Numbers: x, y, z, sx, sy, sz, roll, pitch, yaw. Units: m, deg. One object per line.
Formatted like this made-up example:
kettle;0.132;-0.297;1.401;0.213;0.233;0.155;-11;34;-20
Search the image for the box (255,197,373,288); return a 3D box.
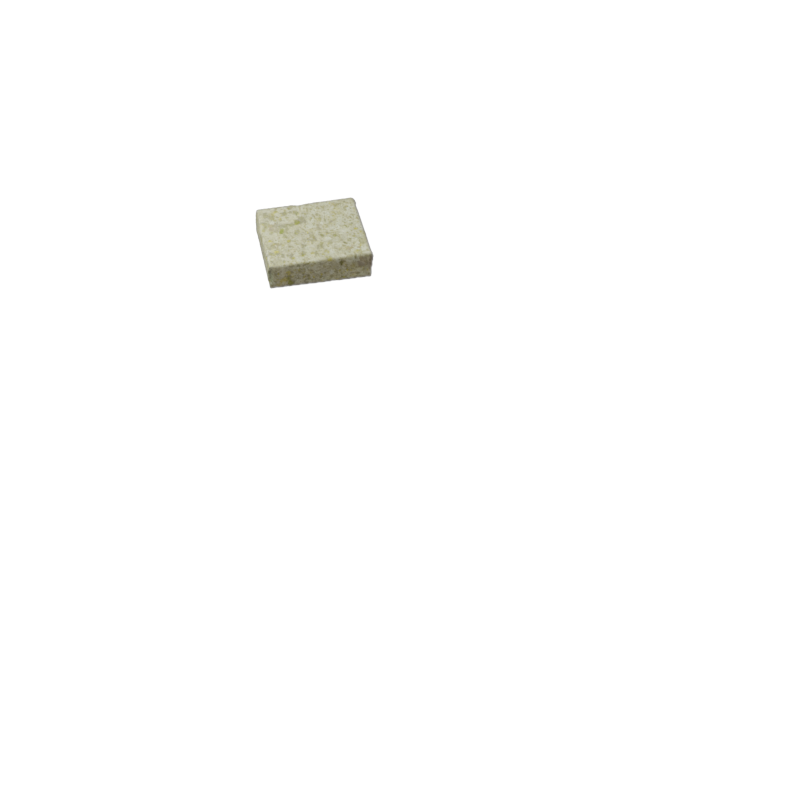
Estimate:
box;-0.073;-0.134;0.940;0.088;0.079;0.028;-9;-43;-9
